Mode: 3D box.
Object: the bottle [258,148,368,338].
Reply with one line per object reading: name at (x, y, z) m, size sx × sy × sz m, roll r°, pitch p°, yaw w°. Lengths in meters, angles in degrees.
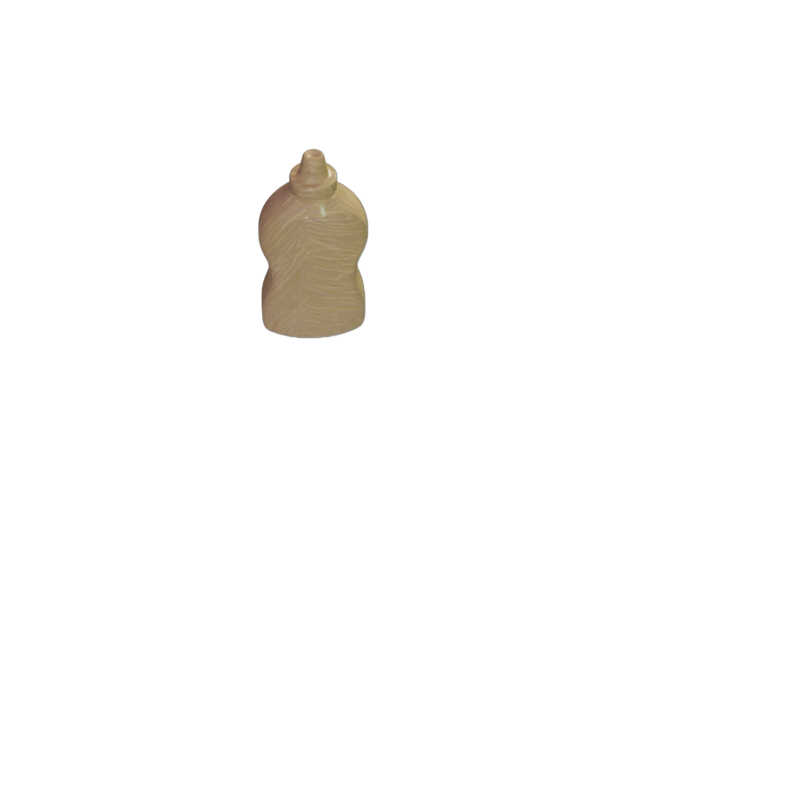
bottle at (-0.076, -0.139, 0.976) m, size 0.096 × 0.179 × 0.063 m, roll 0°, pitch 44°, yaw -3°
